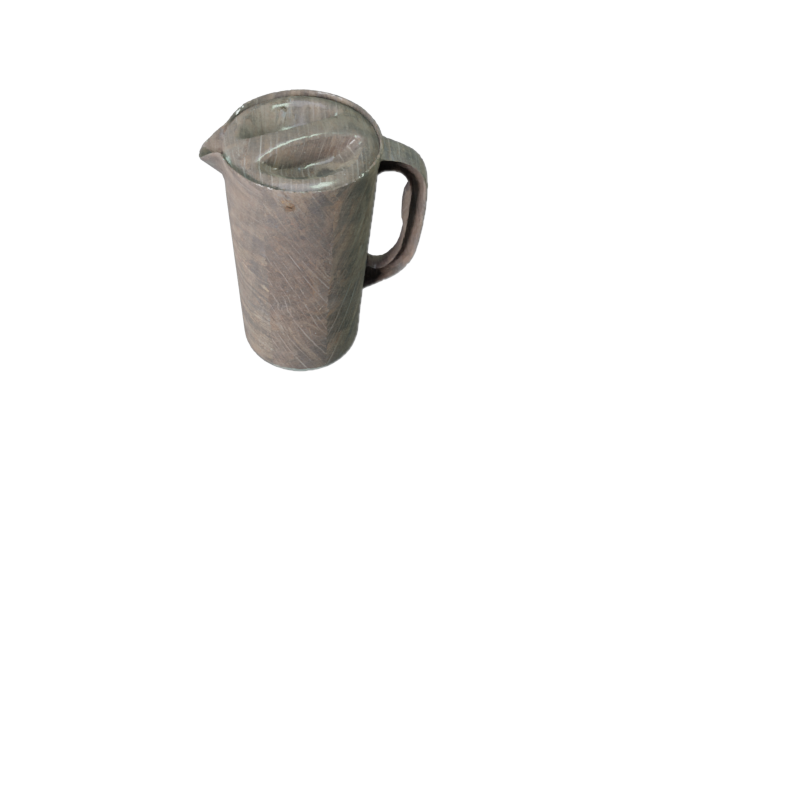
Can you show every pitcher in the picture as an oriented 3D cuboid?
[{"bbox_3d":[-0.076,-0.139,0.970,0.146,0.226,0.159,-35,58,-29],"label":"pitcher"}]
